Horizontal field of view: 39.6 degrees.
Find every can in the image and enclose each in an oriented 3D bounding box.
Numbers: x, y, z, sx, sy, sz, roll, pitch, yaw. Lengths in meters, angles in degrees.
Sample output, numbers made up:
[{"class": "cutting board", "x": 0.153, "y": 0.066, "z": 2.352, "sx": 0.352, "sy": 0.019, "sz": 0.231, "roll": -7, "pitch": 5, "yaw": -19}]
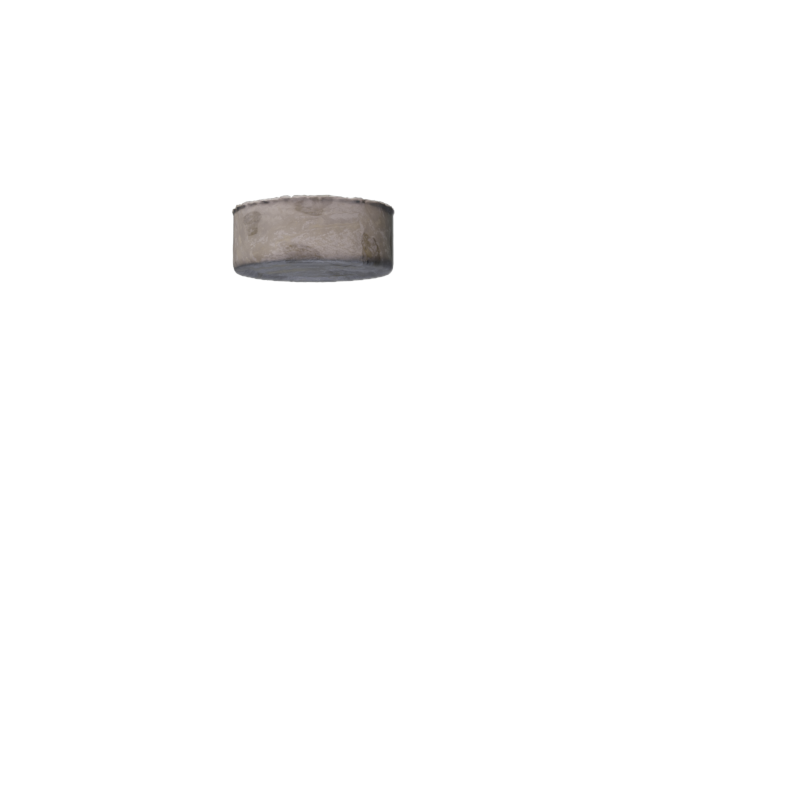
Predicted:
[{"class": "can", "x": -0.046, "y": -0.083, "z": 0.582, "sx": 0.086, "sy": 0.034, "sz": 0.085, "roll": 0, "pitch": -2, "yaw": -2}]
